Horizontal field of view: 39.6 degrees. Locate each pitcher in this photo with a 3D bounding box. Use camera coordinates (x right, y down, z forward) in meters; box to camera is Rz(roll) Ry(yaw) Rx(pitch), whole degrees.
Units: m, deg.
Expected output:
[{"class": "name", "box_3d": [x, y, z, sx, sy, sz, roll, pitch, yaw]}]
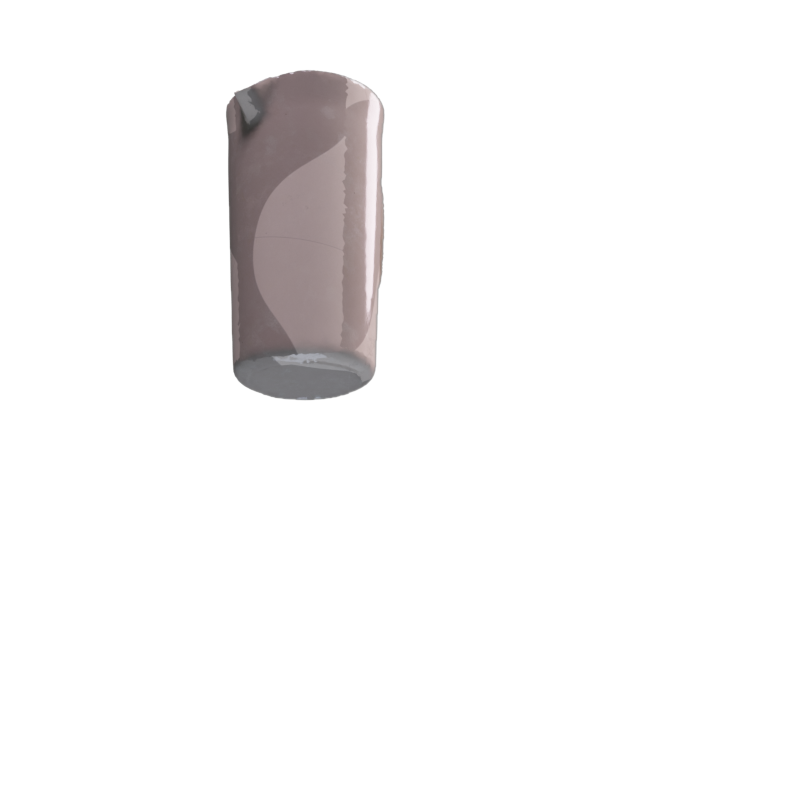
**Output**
[{"class": "pitcher", "box_3d": [-0.070, -0.127, 0.890, 0.147, 0.256, 0.140, 4, -23, -12]}]
